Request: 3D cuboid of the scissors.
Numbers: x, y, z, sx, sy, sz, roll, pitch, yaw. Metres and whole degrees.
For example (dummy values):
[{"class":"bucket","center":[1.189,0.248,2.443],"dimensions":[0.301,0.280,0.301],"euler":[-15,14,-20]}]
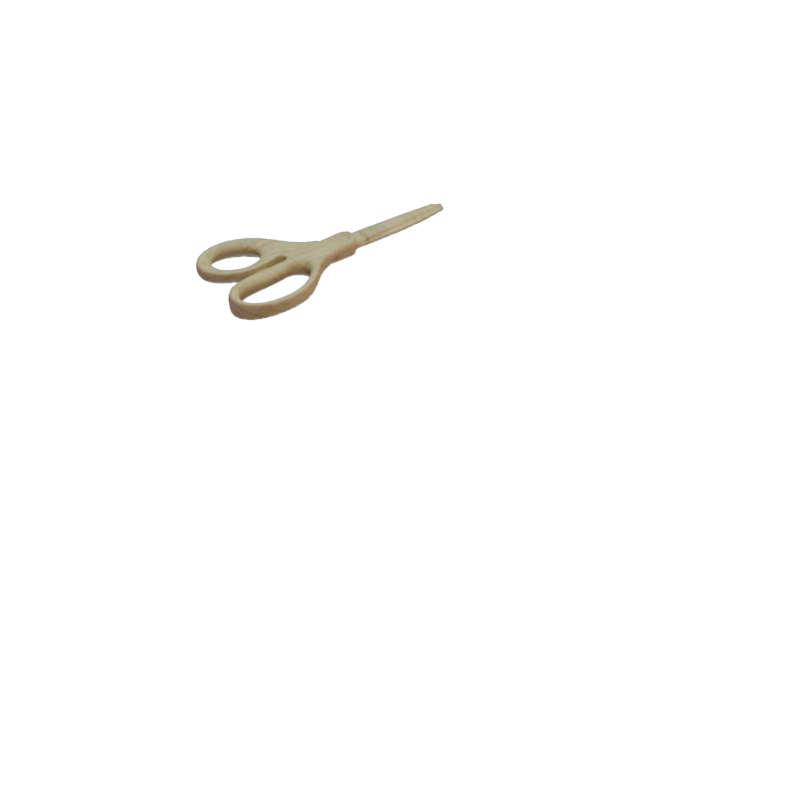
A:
[{"class":"scissors","center":[-0.061,-0.112,0.785],"dimensions":[0.101,0.015,0.204],"euler":[21,40,27]}]
